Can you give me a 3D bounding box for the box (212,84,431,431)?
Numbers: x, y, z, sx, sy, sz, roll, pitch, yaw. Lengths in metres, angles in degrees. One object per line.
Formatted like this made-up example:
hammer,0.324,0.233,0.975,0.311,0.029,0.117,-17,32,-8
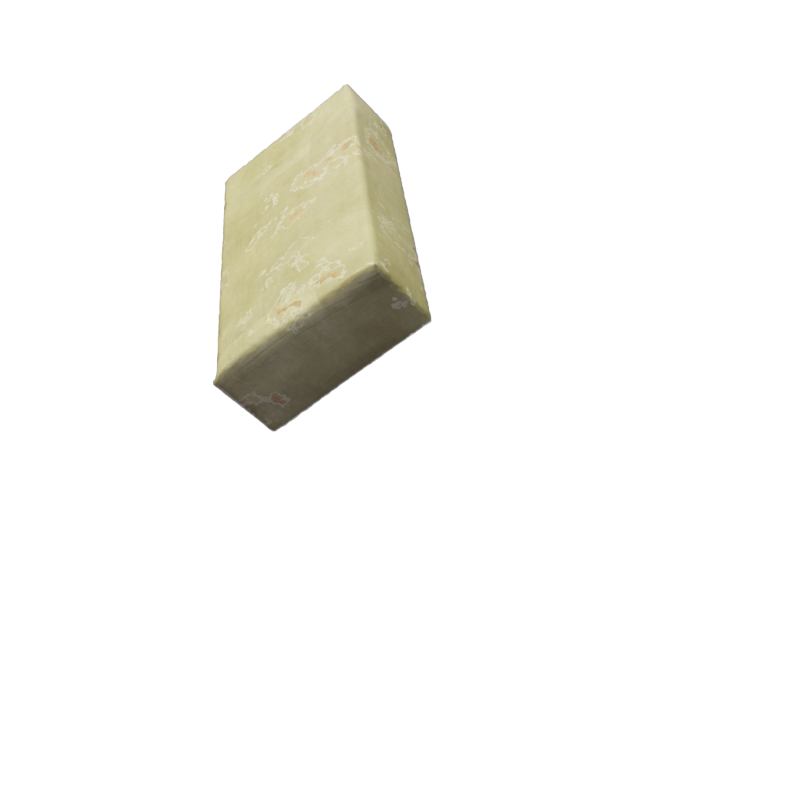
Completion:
box,-0.042,-0.076,0.535,0.093,0.045,0.188,-34,32,20
